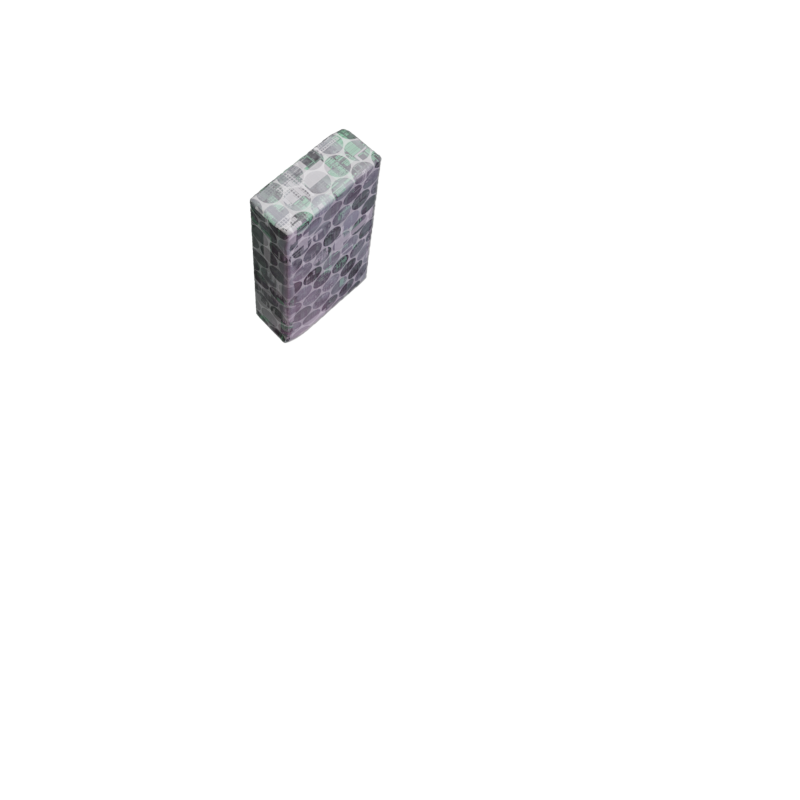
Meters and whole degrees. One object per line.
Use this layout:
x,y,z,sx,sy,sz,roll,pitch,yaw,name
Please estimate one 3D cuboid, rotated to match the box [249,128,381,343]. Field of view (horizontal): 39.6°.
-0.065,-0.118,0.827,0.094,0.050,0.166,-42,-16,-21,box
